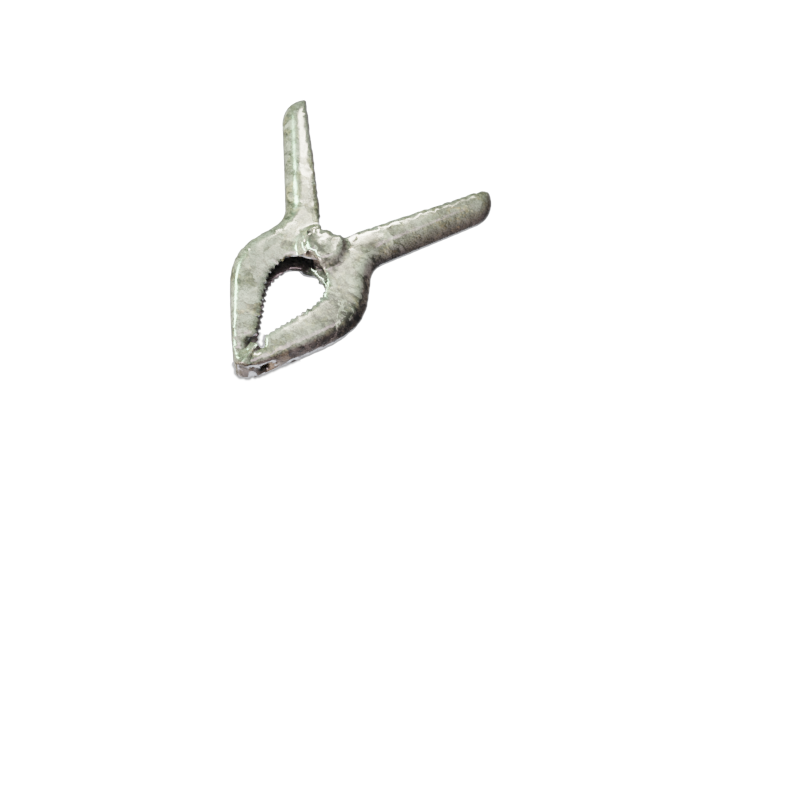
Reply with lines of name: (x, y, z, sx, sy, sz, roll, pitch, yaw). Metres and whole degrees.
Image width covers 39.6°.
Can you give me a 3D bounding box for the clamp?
clamp: (-0.060, -0.109, 0.760, 0.171, 0.214, 0.034, 33, -23, 16)
